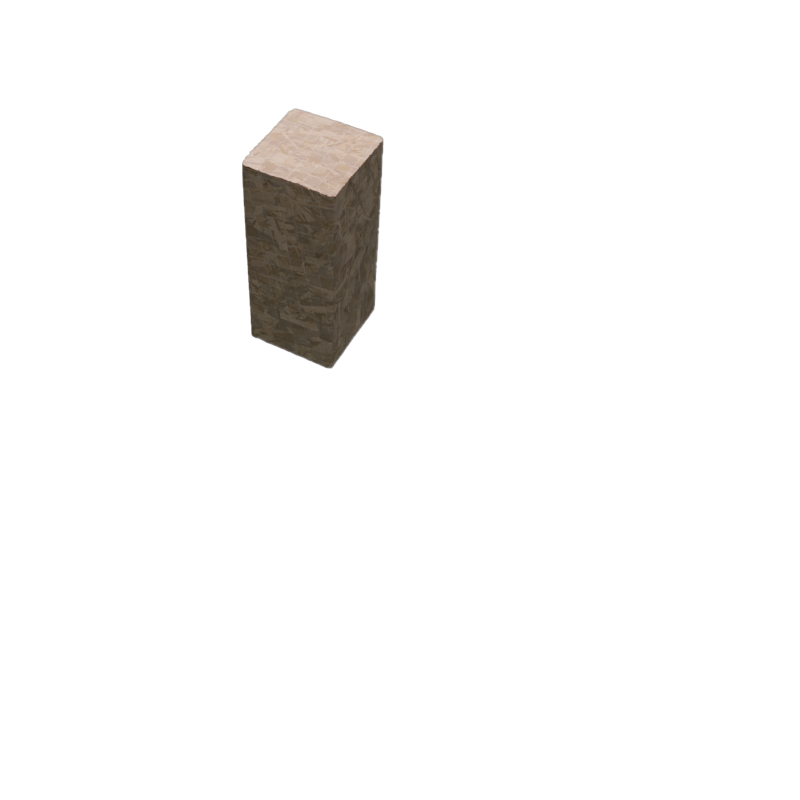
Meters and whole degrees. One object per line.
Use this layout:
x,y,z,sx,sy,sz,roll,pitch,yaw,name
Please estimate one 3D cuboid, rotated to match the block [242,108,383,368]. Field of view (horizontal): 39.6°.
-0.077,-0.140,0.977,0.094,0.192,0.094,22,50,16,block
